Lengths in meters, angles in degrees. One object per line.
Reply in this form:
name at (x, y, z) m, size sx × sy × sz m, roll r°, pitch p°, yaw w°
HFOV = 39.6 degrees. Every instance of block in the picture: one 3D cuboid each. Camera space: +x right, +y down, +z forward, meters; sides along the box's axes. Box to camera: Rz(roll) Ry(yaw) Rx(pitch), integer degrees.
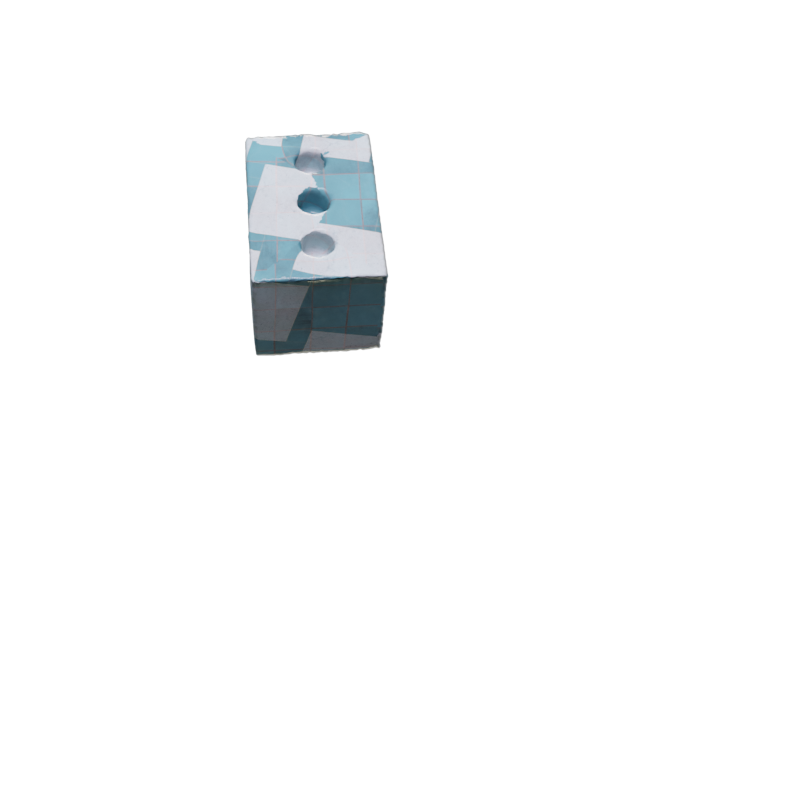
block at (-0.035, -0.064, 0.450) m, size 0.052 × 0.084 × 0.048 m, roll -4°, pitch -36°, yaw -5°
